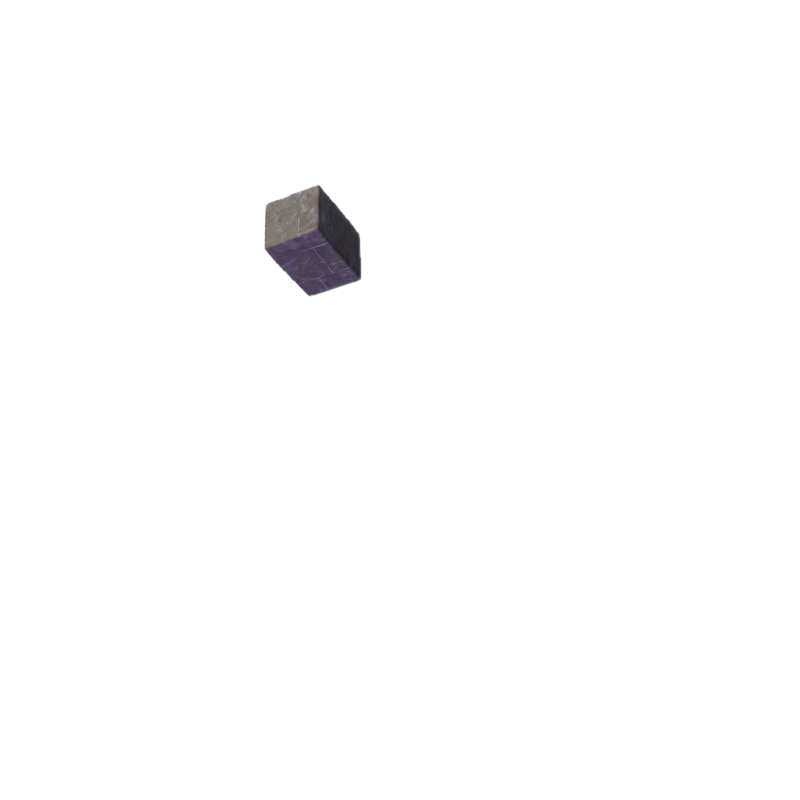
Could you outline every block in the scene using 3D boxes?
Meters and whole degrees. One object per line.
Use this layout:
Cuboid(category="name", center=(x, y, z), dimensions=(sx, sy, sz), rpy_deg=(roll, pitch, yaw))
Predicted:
Cuboid(category="block", center=(-0.073, -0.133, 0.933), dimensions=(0.053, 0.055, 0.072), rpy_deg=(-17, -38, 21))
